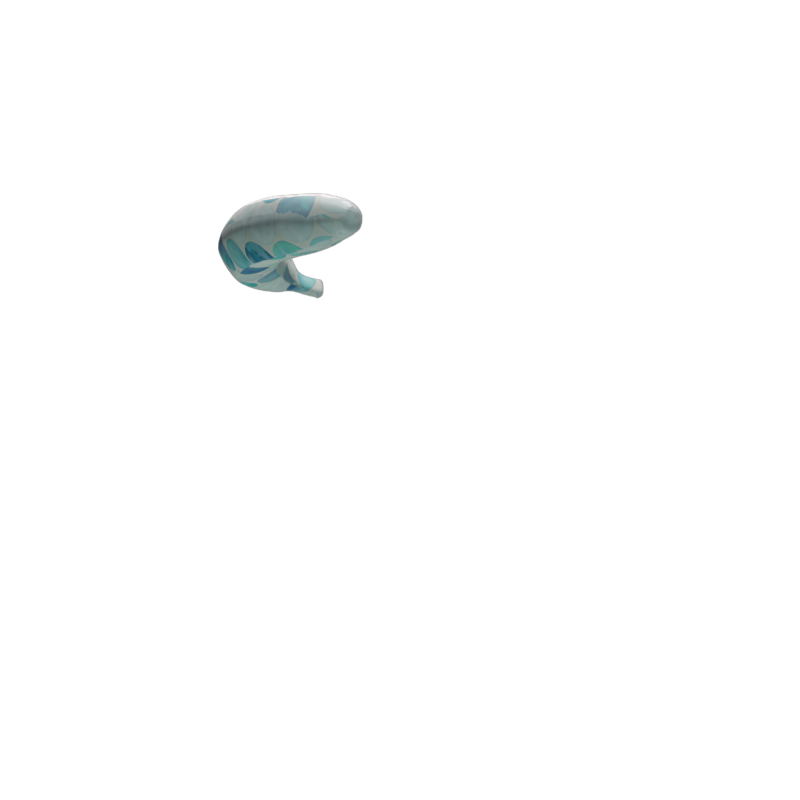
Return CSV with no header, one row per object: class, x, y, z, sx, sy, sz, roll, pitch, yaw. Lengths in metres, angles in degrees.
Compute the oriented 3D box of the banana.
banana,-0.068,-0.089,0.624,0.069,0.037,0.196,1,-3,-9
